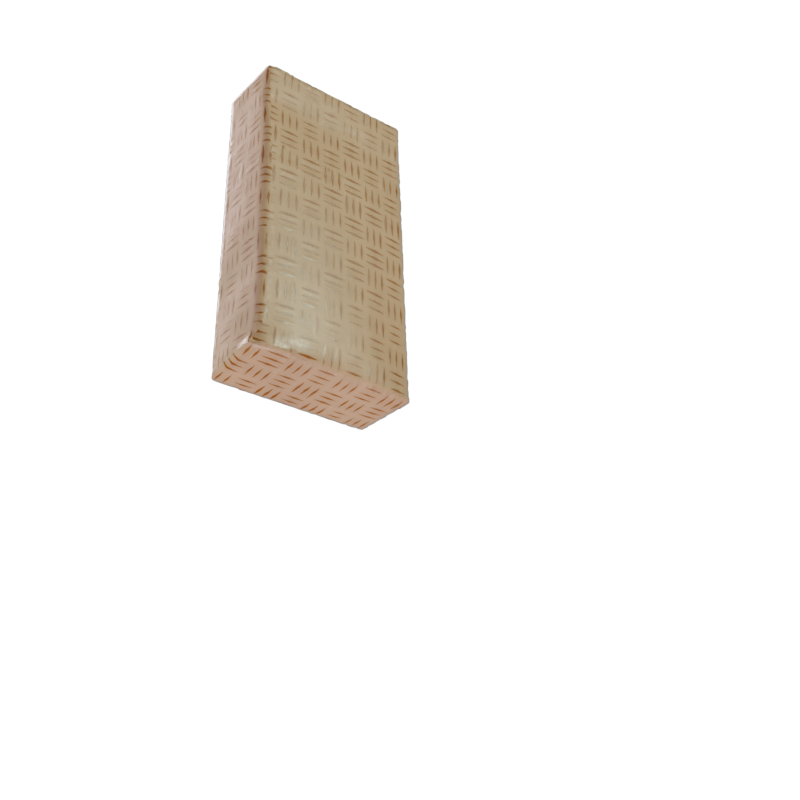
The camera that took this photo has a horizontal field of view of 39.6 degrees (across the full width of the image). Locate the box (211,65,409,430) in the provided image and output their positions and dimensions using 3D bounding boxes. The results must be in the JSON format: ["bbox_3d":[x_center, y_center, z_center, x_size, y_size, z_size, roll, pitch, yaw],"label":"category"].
[{"bbox_3d":[-0.045,-0.082,0.577,0.088,0.189,0.047,21,-41,-30],"label":"box"}]
